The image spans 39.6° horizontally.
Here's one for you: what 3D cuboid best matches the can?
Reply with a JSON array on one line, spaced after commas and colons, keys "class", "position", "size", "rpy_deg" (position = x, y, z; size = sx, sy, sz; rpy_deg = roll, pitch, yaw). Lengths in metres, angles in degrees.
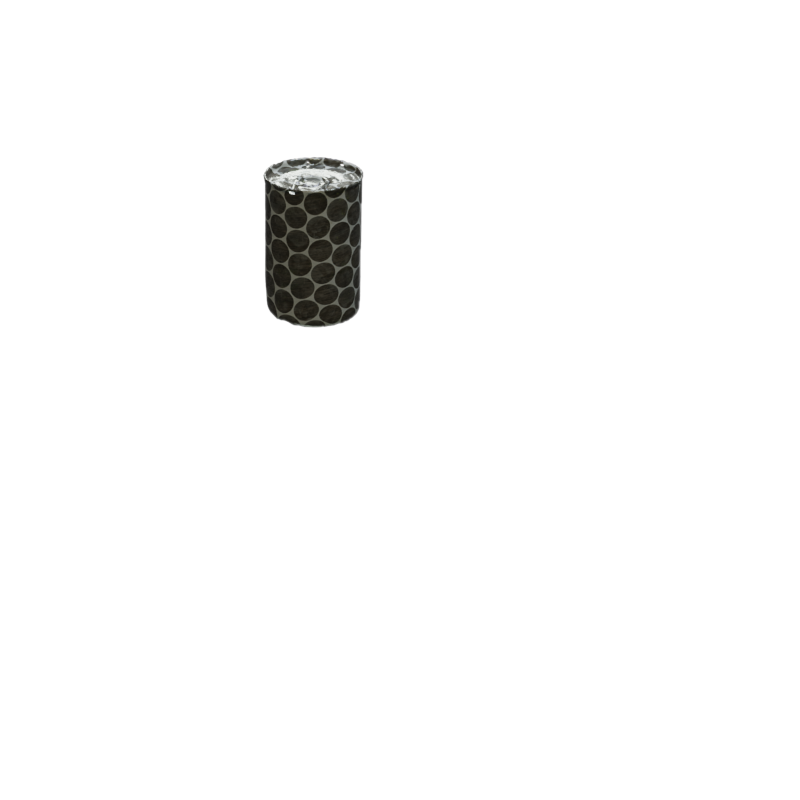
[{"class": "can", "position": [-0.061, -0.110, 0.773], "size": [0.068, 0.097, 0.072], "rpy_deg": [0, 26, -2]}]
